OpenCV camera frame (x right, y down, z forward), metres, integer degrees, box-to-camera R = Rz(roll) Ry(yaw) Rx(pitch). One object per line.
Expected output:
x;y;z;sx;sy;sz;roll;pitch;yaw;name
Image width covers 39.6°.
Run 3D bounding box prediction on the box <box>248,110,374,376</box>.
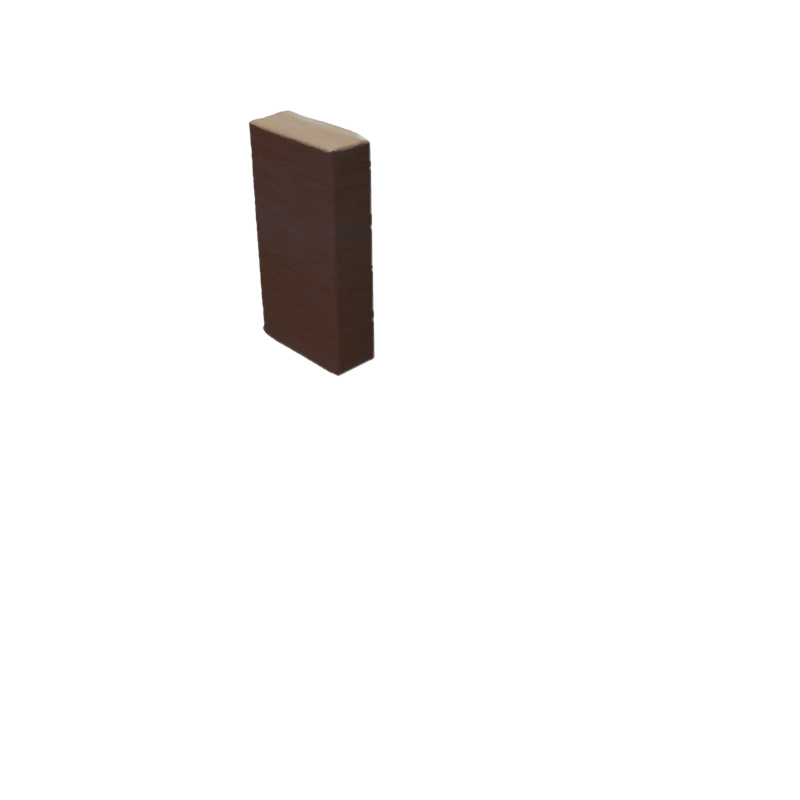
-0.063;-0.116;0.814;0.047;0.167;0.100;-20;34;-38;box
